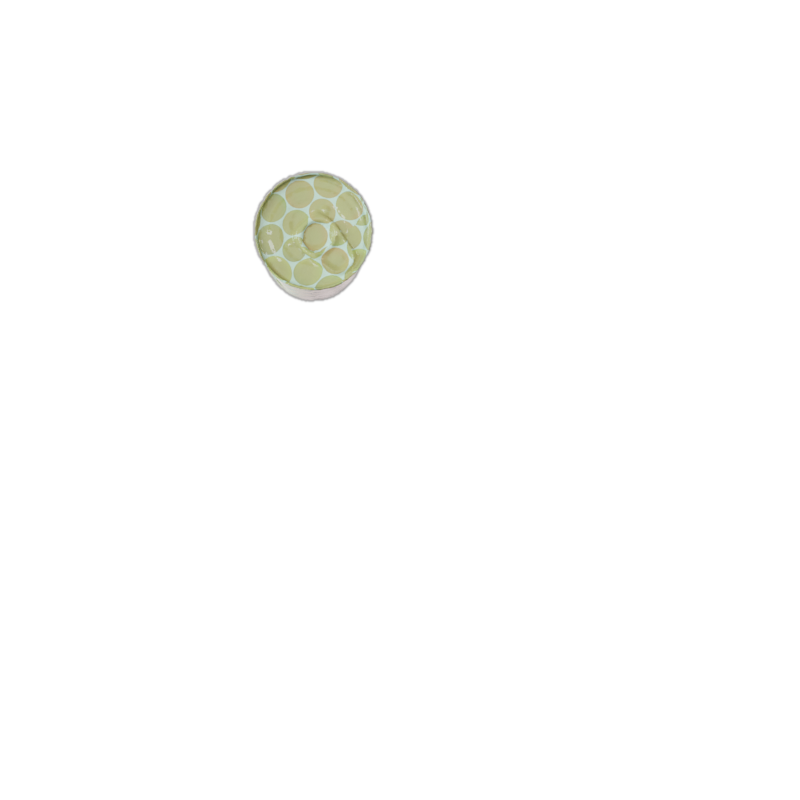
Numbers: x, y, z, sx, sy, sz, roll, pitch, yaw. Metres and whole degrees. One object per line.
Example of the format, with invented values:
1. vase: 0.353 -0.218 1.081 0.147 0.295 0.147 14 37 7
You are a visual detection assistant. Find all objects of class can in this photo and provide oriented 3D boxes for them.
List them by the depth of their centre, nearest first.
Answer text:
1. can: -0.053 -0.097 0.680 0.068 0.069 0.101 0 -2 -3
